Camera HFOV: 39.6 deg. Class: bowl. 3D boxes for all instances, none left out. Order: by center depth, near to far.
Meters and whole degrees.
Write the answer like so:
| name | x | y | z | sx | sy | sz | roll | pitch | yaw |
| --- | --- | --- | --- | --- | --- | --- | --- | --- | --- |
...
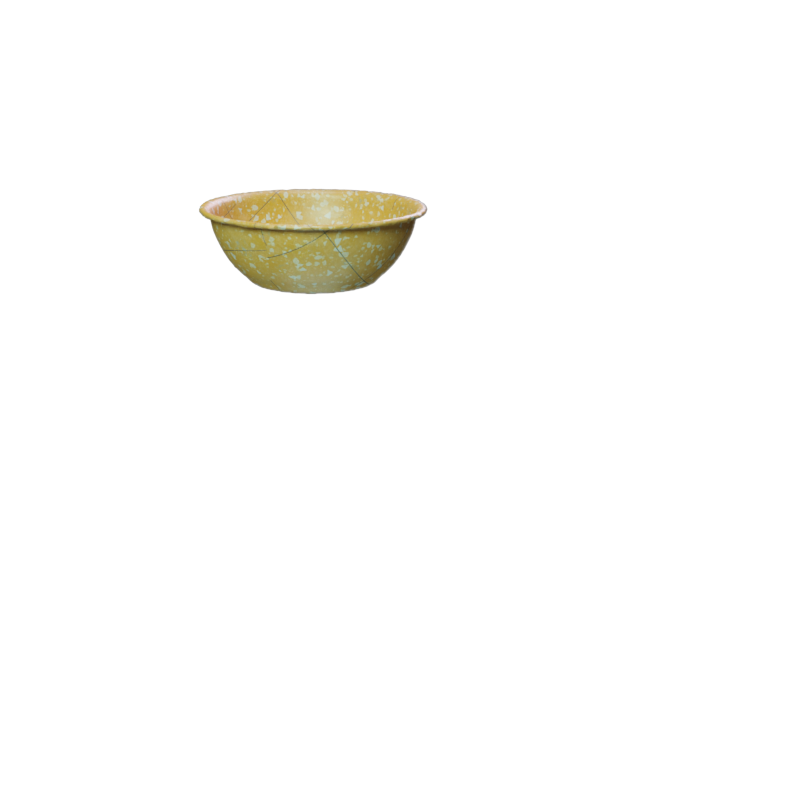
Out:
| name | x | y | z | sx | sy | sz | roll | pitch | yaw |
| --- | --- | --- | --- | --- | --- | --- | --- | --- | --- |
| bowl | -0.062 | -0.113 | 0.791 | 0.162 | 0.053 | 0.168 | -1 | 19 | -2 |
